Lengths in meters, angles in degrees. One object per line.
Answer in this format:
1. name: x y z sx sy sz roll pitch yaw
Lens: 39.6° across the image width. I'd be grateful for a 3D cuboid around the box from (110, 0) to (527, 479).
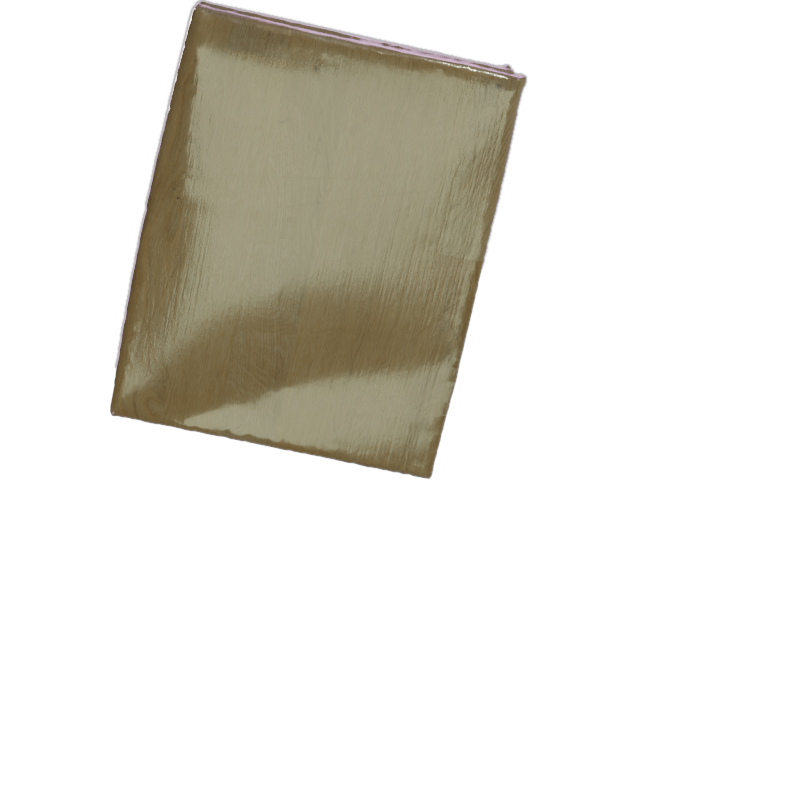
1. box: -0.024 -0.043 0.300 0.089 0.110 0.040 12 14 -4
